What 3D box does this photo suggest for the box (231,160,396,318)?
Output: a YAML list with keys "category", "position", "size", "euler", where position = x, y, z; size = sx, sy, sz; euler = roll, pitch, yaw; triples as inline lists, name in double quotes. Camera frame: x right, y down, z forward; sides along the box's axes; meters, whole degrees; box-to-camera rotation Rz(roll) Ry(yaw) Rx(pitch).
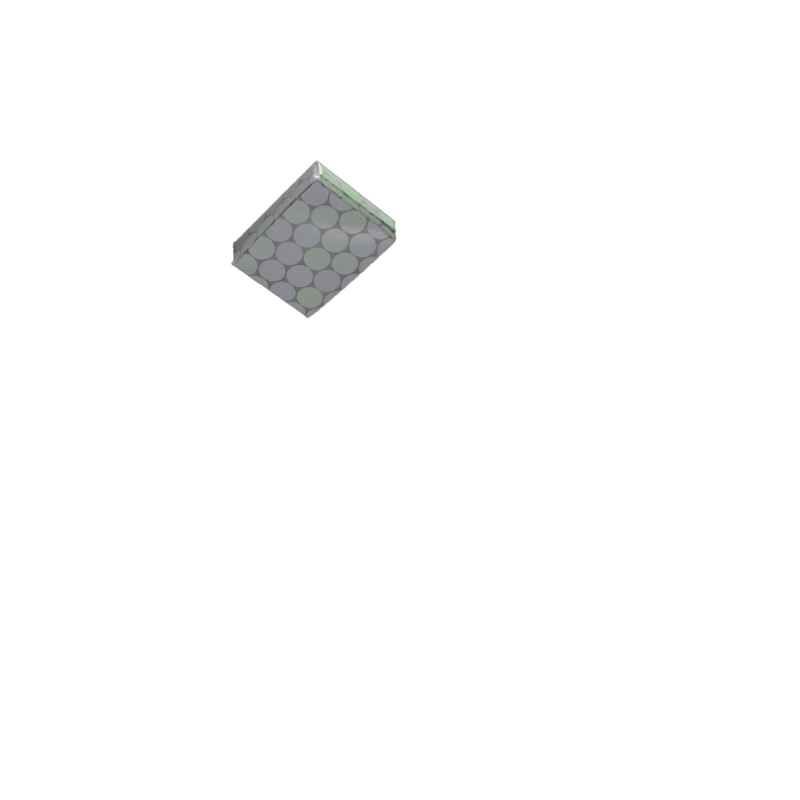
- category: "box"
  position: [-0.073, -0.133, 0.929]
  size: [0.085, 0.112, 0.041]
  euler: [38, 26, -23]
